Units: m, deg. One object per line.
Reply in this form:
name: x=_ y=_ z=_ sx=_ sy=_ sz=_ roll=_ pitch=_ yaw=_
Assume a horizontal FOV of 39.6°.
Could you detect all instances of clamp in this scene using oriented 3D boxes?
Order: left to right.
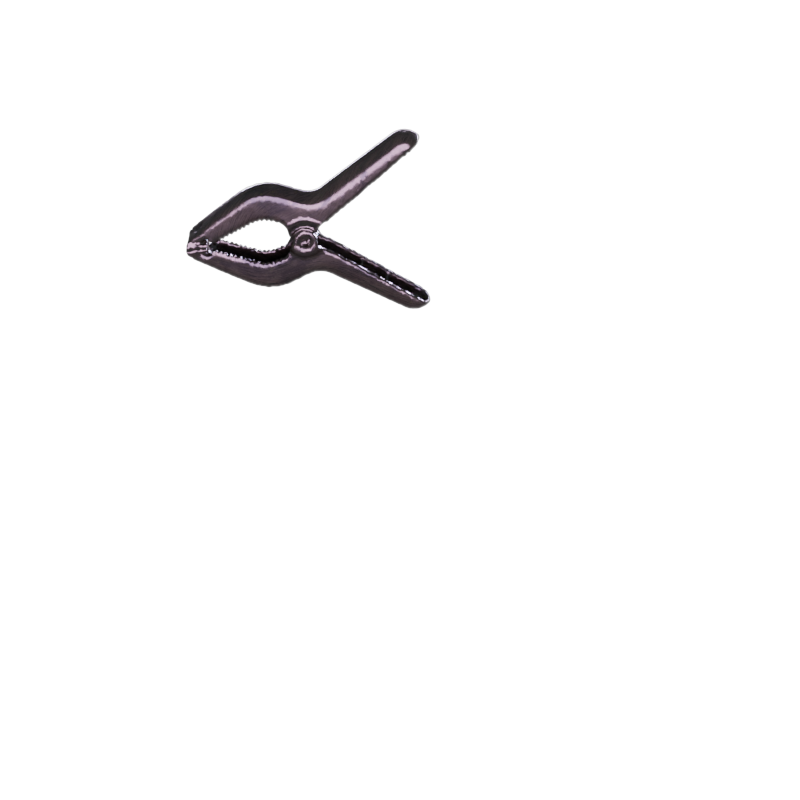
clamp: x=-0.074 y=-0.135 z=0.943 sx=0.211 sy=0.154 sz=0.039 roll=-11 pitch=27 yaw=5
